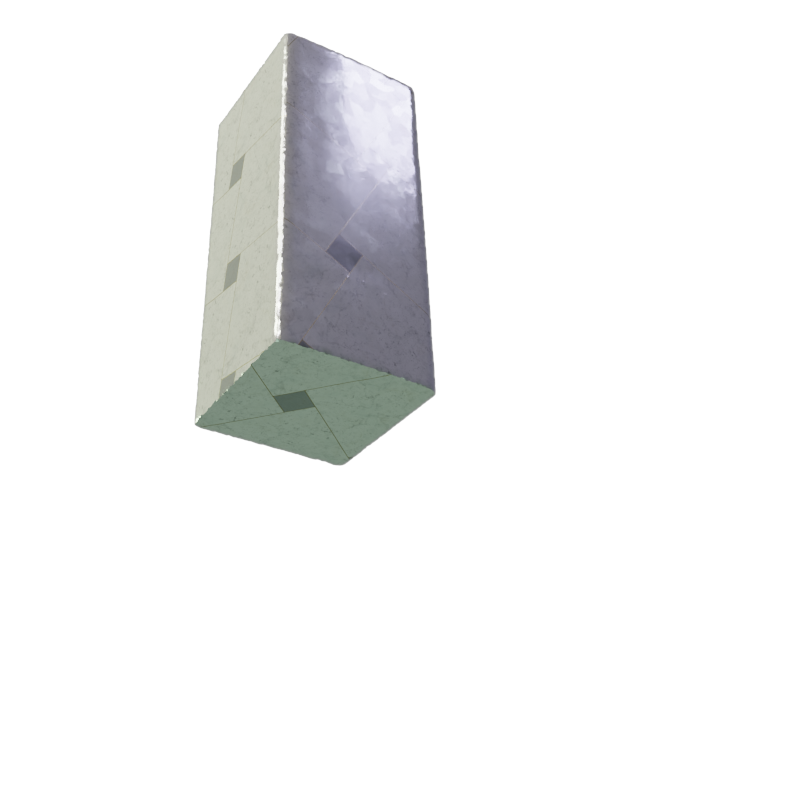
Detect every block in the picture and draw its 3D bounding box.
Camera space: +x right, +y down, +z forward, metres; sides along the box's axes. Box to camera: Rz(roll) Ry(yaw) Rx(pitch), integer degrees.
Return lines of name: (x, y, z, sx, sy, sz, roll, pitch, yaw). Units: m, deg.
block: (-0.046, -0.085, 0.599, 0.086, 0.221, 0.089, 19, -41, -27)
